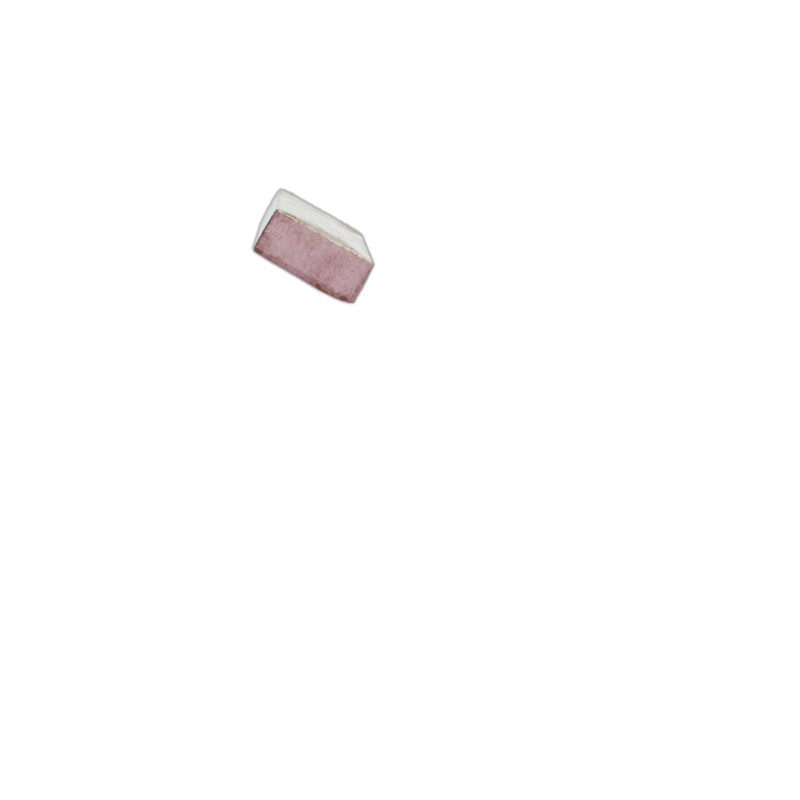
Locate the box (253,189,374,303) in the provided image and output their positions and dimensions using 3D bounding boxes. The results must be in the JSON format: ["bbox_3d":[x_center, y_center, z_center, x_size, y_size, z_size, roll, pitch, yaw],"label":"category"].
[{"bbox_3d":[-0.075,-0.137,0.960,0.092,0.047,0.183,28,13,-11],"label":"box"}]
